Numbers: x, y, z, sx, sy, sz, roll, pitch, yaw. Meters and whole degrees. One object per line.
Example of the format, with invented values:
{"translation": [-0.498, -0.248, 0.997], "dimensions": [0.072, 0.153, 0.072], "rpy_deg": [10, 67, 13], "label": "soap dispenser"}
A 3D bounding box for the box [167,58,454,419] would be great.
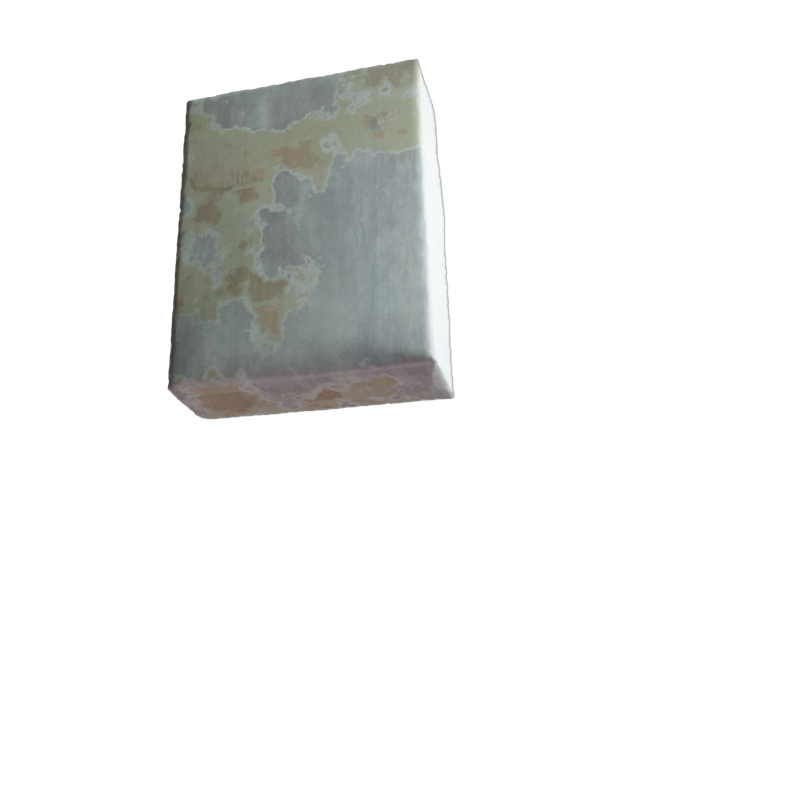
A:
{"translation": [-0.056, -0.102, 0.711], "dimensions": [0.166, 0.227, 0.067], "rpy_deg": [-8, -28, 13], "label": "box"}
